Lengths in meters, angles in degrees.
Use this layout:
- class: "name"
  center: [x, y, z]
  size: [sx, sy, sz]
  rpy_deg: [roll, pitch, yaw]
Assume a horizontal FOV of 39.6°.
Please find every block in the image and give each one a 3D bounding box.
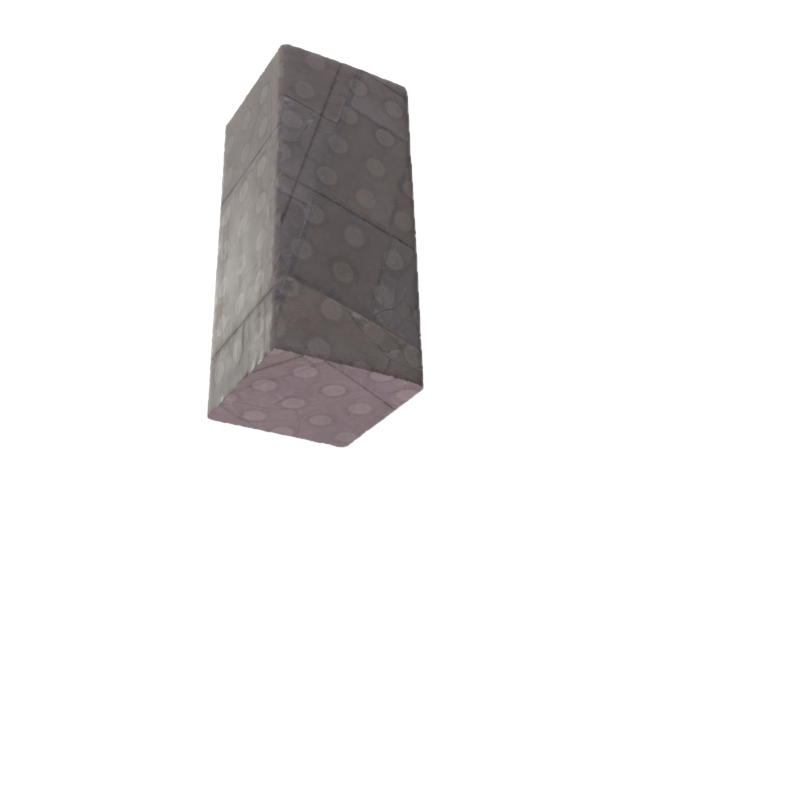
- class: "block"
  center: [-0.050, -0.092, 0.645]
  size: [0.086, 0.220, 0.089]
  rpy_deg: [15, -35, -26]
